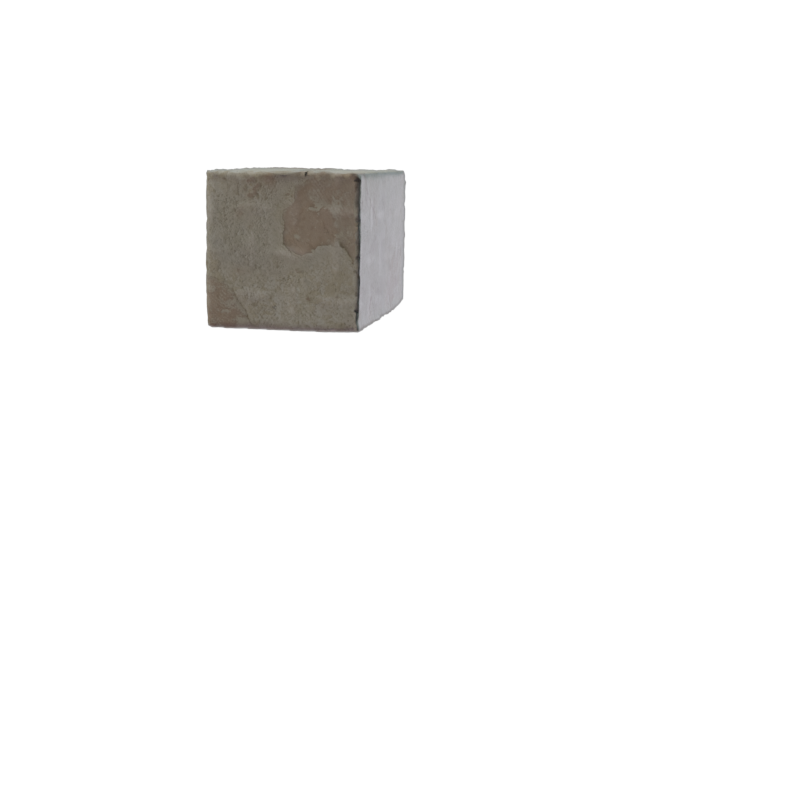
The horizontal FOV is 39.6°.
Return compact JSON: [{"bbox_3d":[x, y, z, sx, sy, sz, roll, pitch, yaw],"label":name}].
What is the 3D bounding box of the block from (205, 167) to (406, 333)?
[{"bbox_3d":[-0.030,-0.055,0.385,0.054,0.050,0.078,2,10,11],"label":"block"}]
